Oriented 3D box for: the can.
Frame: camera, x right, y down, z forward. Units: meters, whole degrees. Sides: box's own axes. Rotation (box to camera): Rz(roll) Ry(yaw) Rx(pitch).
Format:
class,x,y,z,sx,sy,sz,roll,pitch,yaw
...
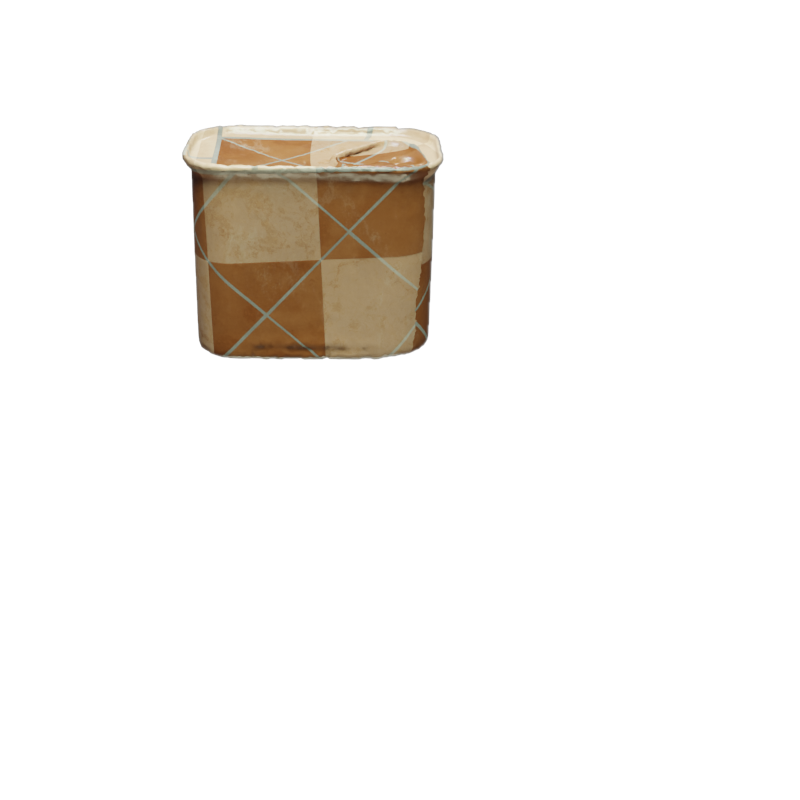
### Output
class,x,y,z,sx,sy,sz,roll,pitch,yaw
can,-0.036,-0.065,0.456,0.102,0.080,0.060,1,24,0
